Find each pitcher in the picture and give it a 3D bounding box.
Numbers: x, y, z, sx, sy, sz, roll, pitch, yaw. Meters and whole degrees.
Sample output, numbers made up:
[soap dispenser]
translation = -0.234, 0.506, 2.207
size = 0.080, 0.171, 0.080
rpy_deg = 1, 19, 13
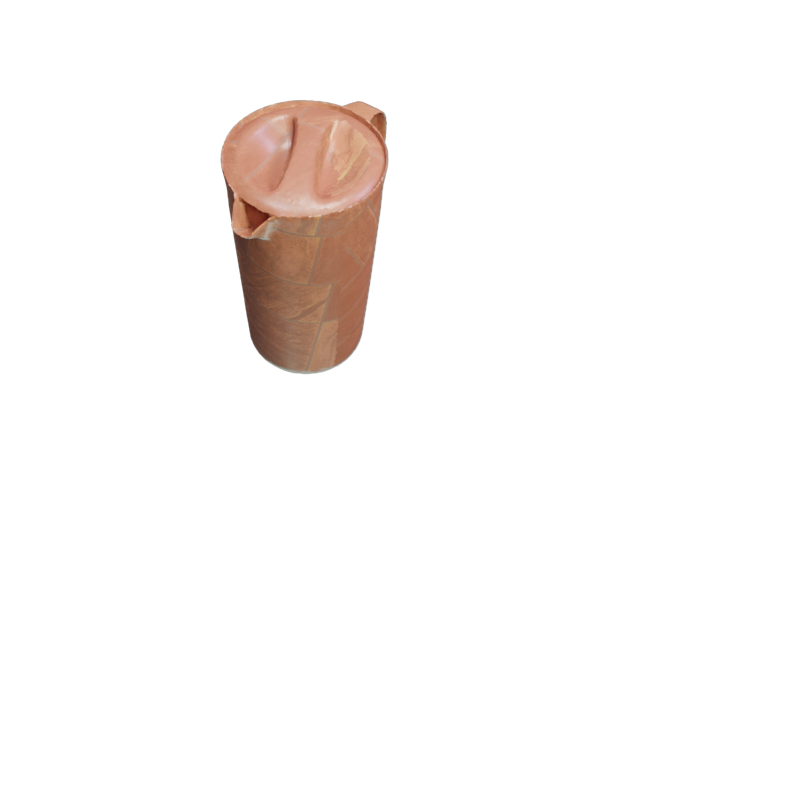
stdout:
[pitcher]
translation = -0.076, -0.138, 0.969
size = 0.148, 0.156, 0.227
rpy_deg = -8, -35, -9
